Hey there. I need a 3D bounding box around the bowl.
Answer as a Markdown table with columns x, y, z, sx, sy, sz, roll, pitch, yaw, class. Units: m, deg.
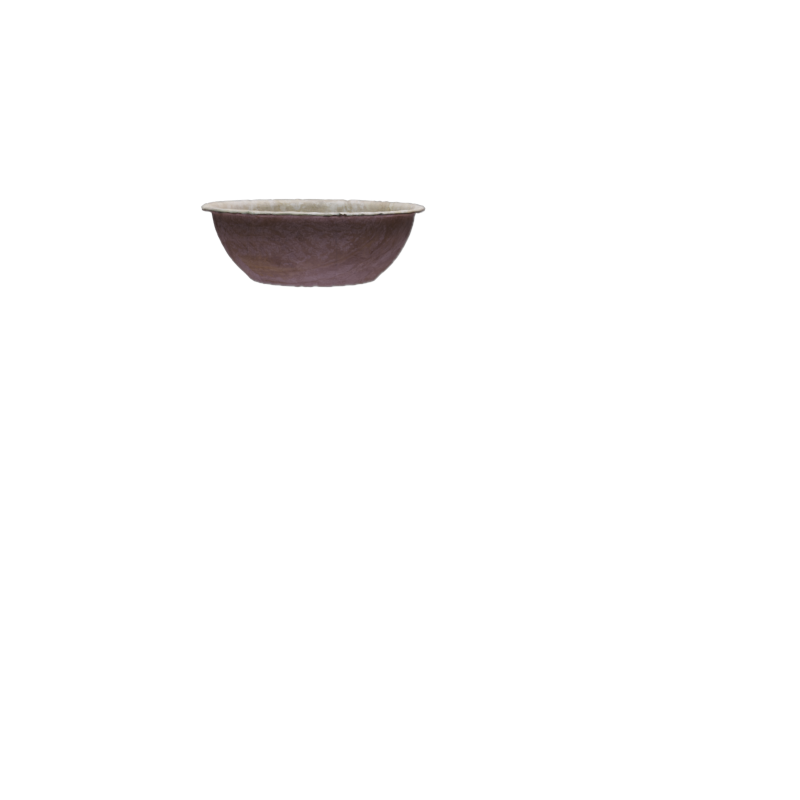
| x | y | z | sx | sy | sz | roll | pitch | yaw | class |
| --- | --- | --- | --- | --- | --- | --- | --- | --- | --- |
| -0.063 | -0.114 | 0.802 | 0.162 | 0.054 | 0.166 | 0 | 12 | -2 | bowl |
